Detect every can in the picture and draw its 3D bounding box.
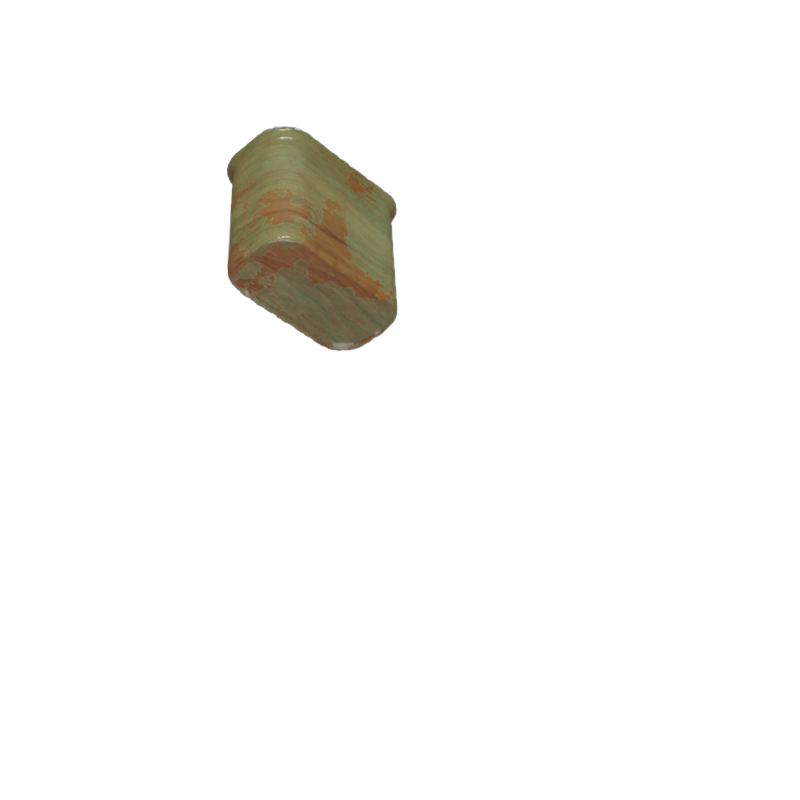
[{"bbox_3d":[-0.048,-0.087,0.607,0.057,0.090,0.095,-34,-50,31],"label":"can"}]
